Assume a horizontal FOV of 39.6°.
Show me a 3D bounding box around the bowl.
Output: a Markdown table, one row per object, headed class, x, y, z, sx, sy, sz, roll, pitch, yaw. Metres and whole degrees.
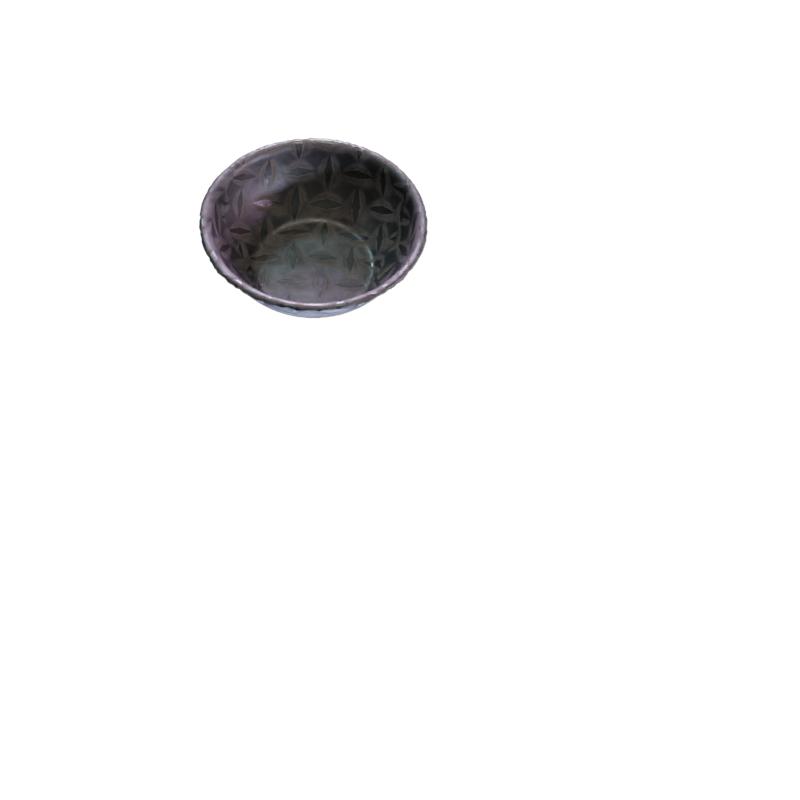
| class | x | y | z | sx | sy | sz | roll | pitch | yaw |
| --- | --- | --- | --- | --- | --- | --- | --- | --- | --- |
| bowl | -0.063 | -0.114 | 0.801 | 0.162 | 0.174 | 0.051 | -1 | -37 | -1 |
